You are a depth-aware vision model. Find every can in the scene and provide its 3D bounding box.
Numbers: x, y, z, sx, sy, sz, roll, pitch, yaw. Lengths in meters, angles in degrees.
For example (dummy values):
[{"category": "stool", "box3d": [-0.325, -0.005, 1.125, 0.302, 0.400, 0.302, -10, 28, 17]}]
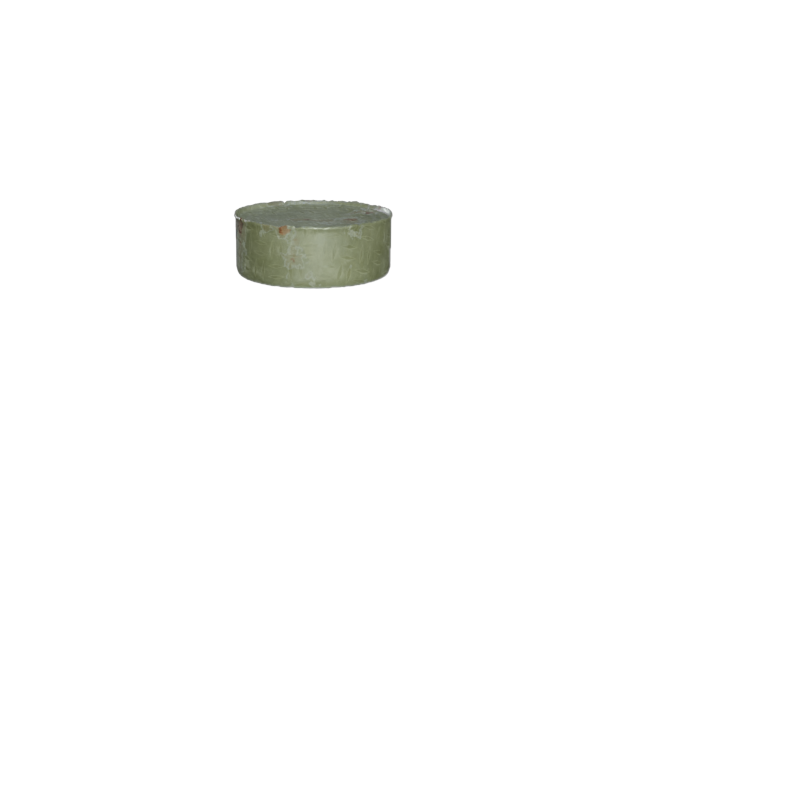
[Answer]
[{"category": "can", "box3d": [-0.047, -0.086, 0.603, 0.086, 0.032, 0.089, -1, 18, -2]}]
